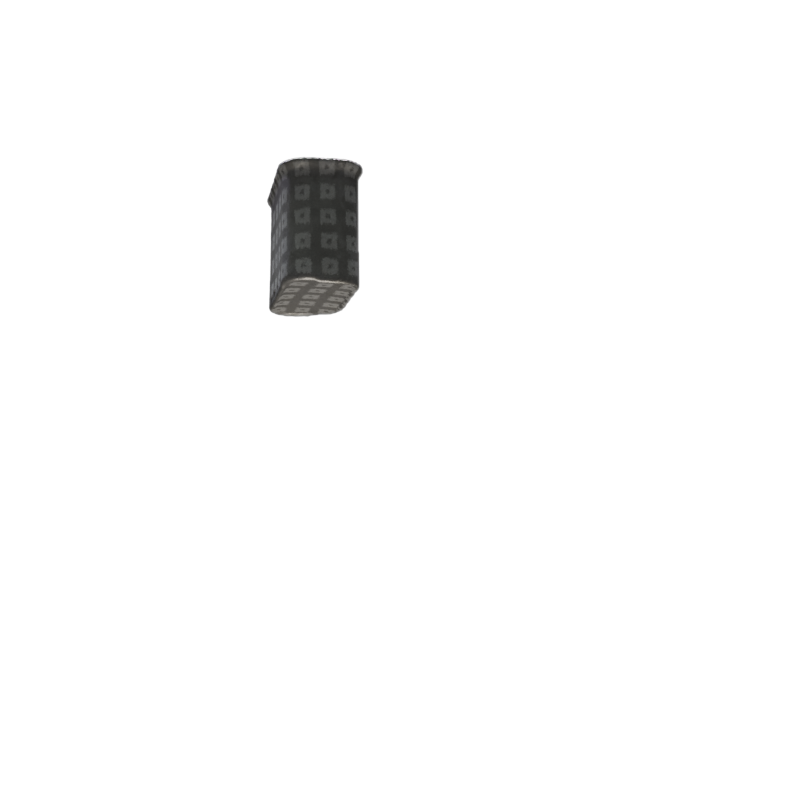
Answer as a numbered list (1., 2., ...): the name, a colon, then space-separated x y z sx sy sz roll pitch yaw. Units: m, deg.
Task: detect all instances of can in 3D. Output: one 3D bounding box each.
1. can: -0.059 -0.108 0.759 0.057 0.087 0.100 2 -13 -12
